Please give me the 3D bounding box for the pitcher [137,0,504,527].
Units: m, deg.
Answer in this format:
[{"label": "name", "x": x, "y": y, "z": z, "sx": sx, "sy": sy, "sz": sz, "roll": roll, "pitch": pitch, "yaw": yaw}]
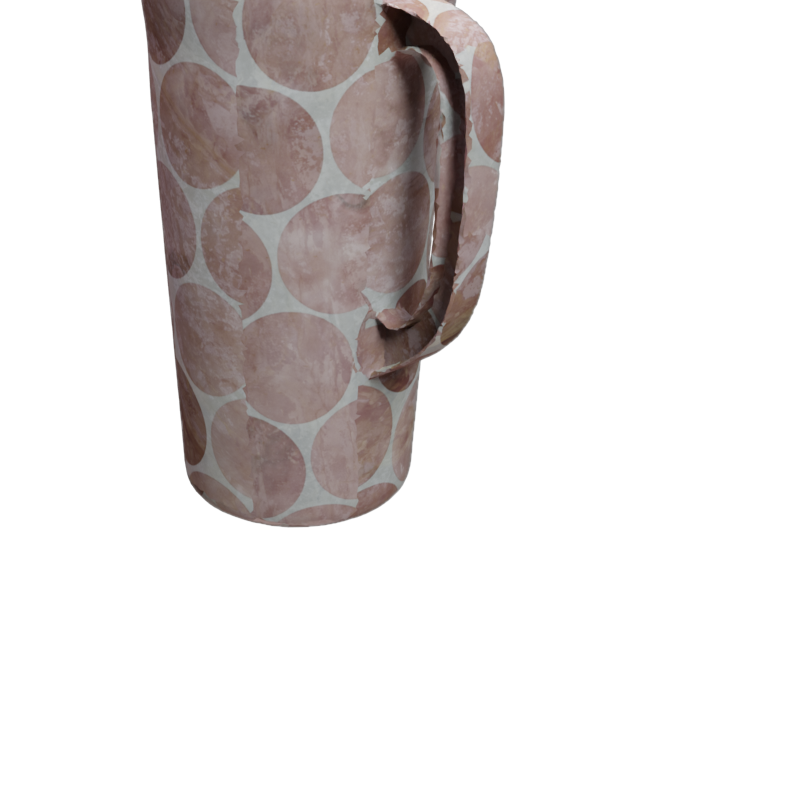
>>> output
[{"label": "pitcher", "x": -0.038, "y": -0.069, "z": 0.487, "sx": 0.145, "sy": 0.233, "sz": 0.156, "roll": 1, "pitch": 21, "yaw": 0}]
